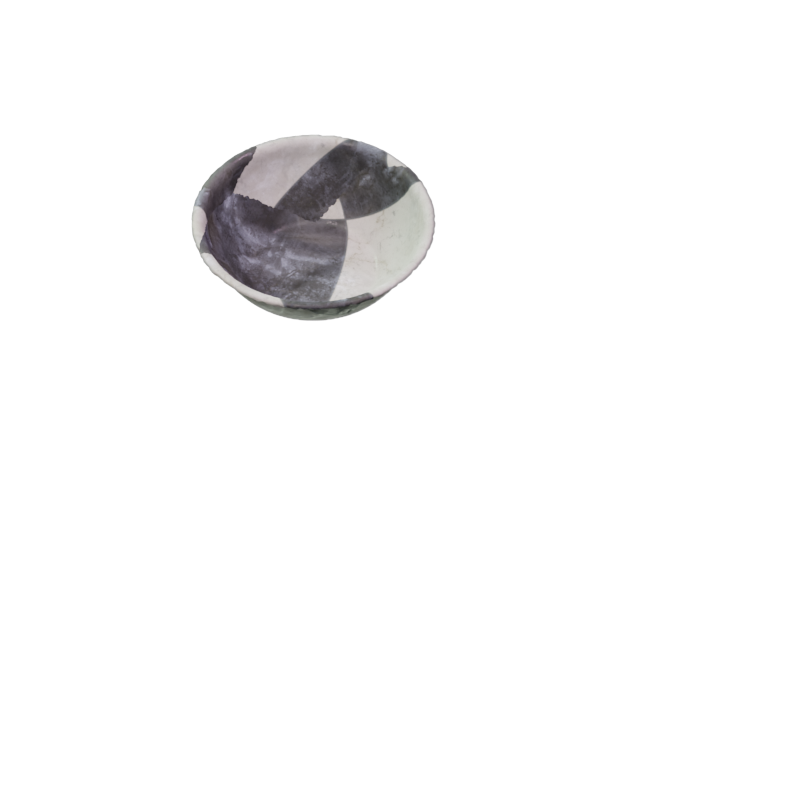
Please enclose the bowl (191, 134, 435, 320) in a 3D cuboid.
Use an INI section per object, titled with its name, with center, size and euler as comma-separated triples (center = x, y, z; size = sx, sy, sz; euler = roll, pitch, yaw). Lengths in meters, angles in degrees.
[bowl]
center = -0.059, -0.108, 0.754
size = 0.162, 0.174, 0.051
euler = -1, -40, -1
